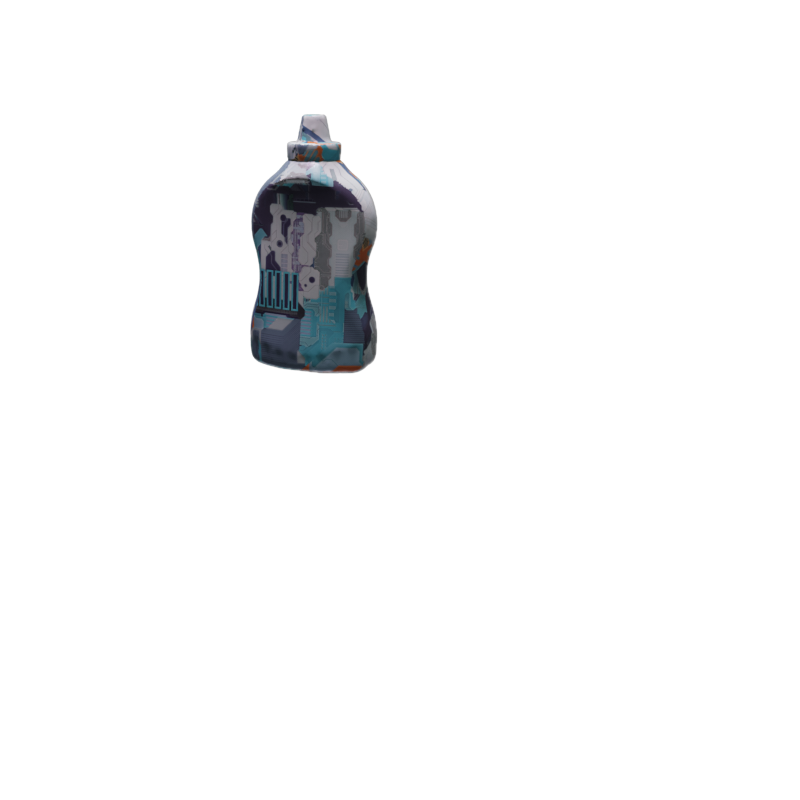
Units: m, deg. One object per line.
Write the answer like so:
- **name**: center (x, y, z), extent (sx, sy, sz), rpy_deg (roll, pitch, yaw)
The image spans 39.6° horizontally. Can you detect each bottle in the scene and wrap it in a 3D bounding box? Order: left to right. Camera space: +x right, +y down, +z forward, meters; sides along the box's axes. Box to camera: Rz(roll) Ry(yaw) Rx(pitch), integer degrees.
- **bottle**: center (-0.066, -0.120, 0.842), extent (0.099, 0.187, 0.058), rpy_deg (5, 11, 22)
